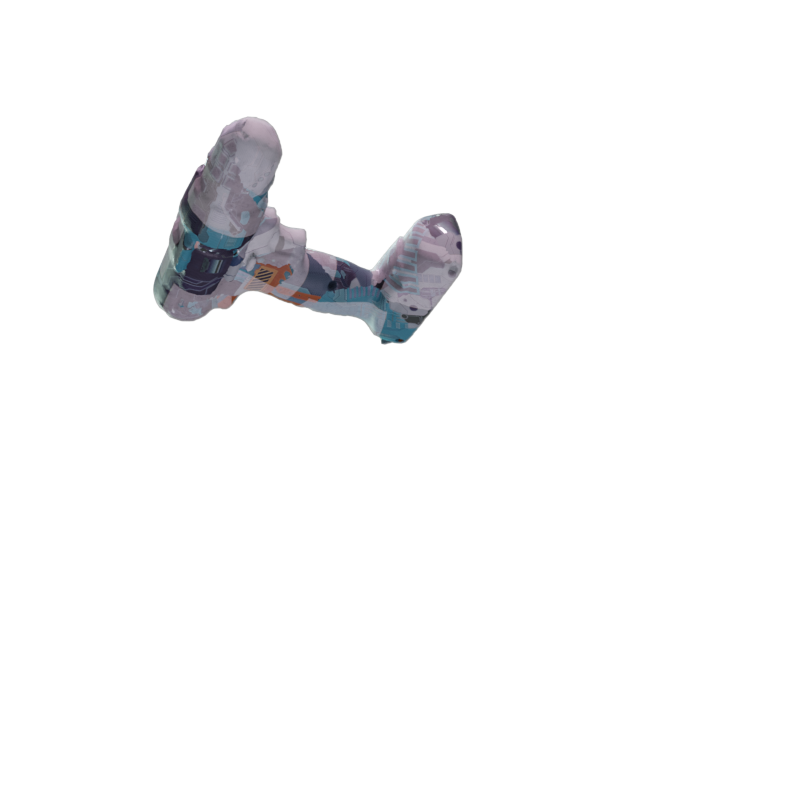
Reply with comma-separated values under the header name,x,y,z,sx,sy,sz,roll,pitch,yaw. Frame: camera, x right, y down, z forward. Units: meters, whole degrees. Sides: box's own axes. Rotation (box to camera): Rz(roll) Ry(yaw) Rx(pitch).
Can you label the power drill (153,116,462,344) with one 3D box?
name,x,y,z,sx,sy,sz,roll,pitch,yaw
power drill,-0.058,-0.105,0.737,0.182,0.061,0.178,12,-35,-19
